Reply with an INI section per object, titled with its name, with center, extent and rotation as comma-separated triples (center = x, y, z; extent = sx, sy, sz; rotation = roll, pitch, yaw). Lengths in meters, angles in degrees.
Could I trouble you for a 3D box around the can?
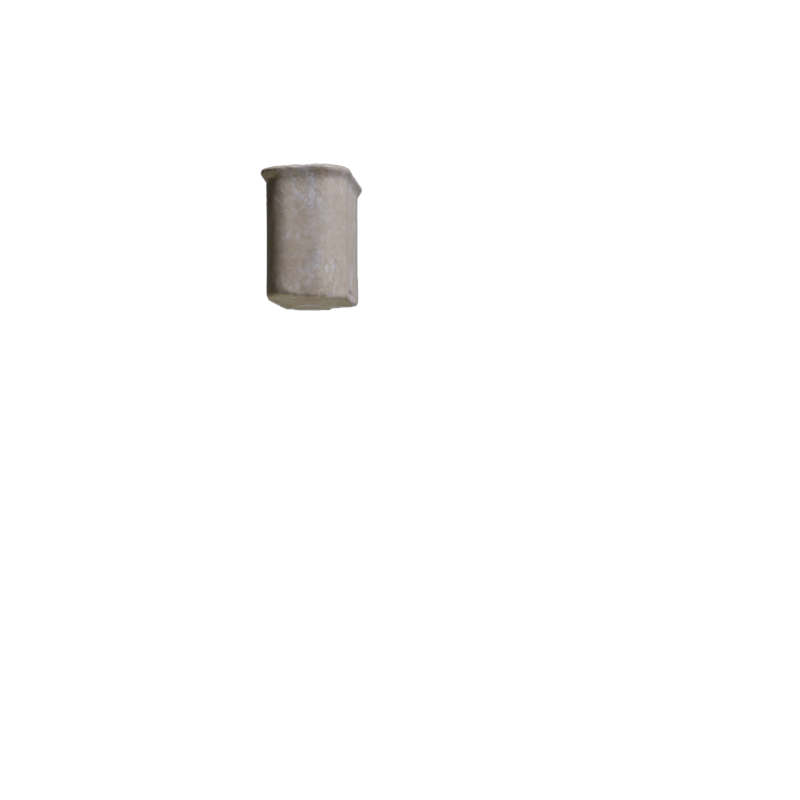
[can]
center = -0.057, -0.105, 0.733
extent = 0.058, 0.085, 0.100
rotation = -1, -4, 6
